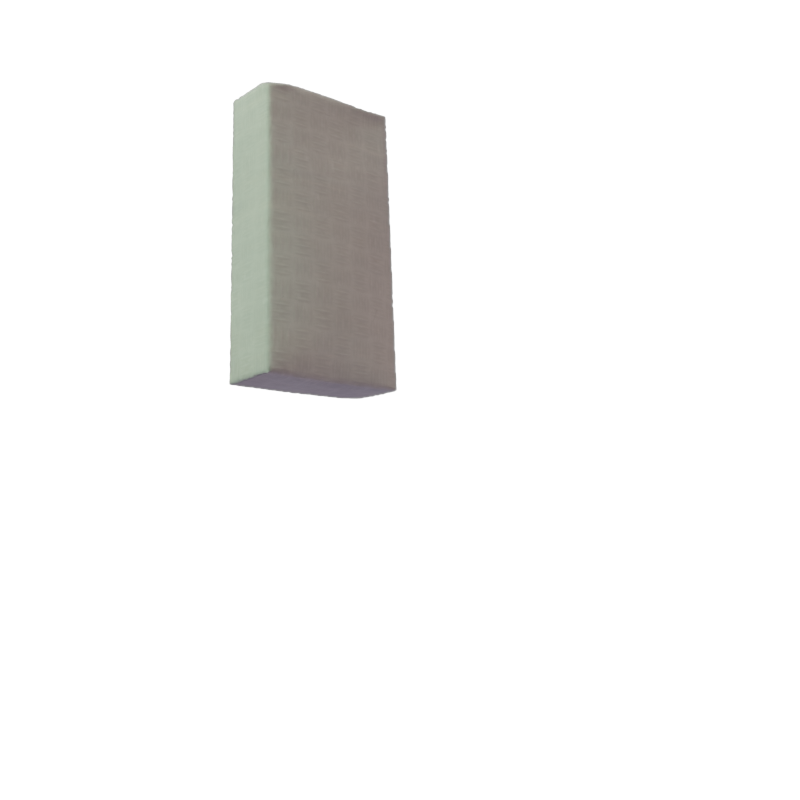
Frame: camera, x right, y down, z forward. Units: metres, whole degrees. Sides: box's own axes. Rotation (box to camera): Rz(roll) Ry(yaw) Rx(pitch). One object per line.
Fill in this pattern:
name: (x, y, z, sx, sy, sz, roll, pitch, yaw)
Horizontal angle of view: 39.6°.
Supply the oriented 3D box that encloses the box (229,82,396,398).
box: (-0.051, -0.093, 0.652, 0.089, 0.183, 0.048, 11, -20, -36)
